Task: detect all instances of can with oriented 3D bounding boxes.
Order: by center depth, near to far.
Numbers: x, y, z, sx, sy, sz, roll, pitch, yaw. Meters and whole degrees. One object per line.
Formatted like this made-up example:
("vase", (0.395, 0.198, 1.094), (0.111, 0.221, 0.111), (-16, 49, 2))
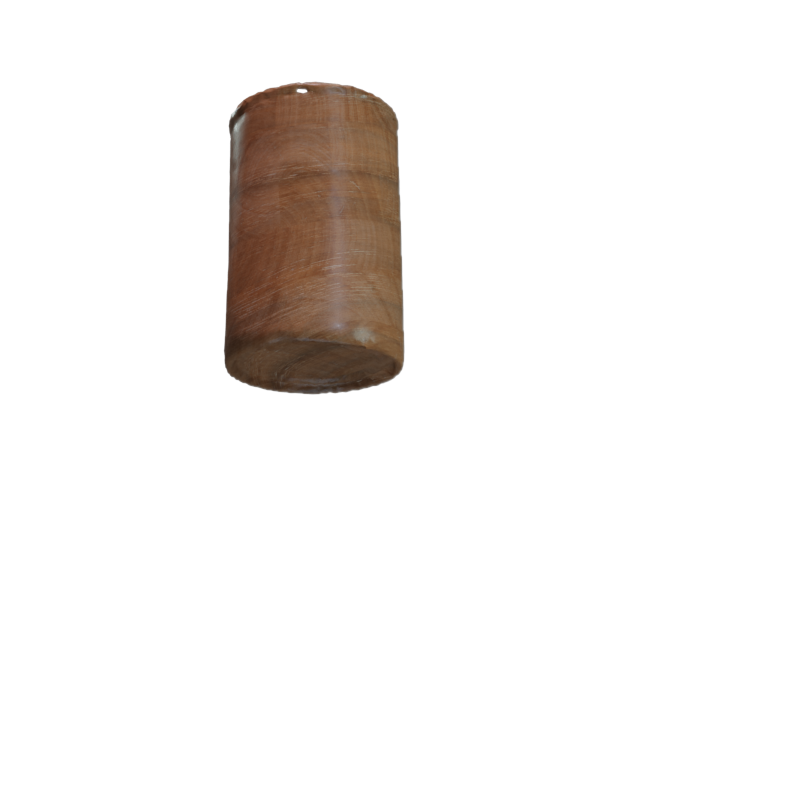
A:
("can", (-0.033, -0.060, 0.423), (0.068, 0.107, 0.065), (0, -21, -2))
